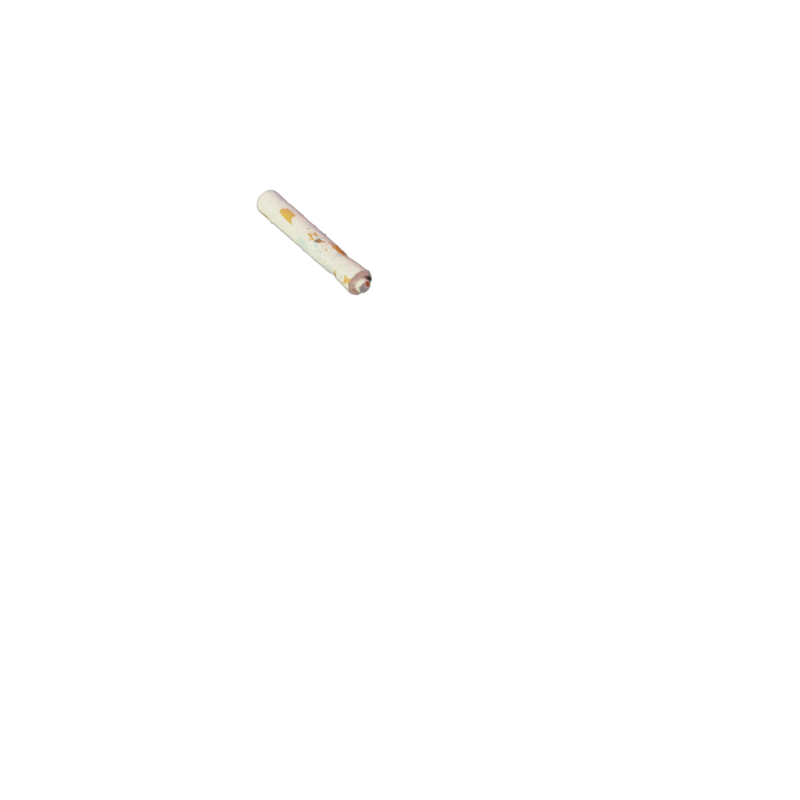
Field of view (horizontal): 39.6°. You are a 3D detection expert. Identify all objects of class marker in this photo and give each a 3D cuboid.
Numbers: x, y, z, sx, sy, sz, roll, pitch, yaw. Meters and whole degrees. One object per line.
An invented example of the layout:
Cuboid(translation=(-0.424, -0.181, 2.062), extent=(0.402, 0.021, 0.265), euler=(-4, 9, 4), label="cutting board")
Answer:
Cuboid(translation=(-0.058, -0.106, 0.742), extent=(0.019, 0.019, 0.130), euler=(-3, 34, -39), label="marker")
